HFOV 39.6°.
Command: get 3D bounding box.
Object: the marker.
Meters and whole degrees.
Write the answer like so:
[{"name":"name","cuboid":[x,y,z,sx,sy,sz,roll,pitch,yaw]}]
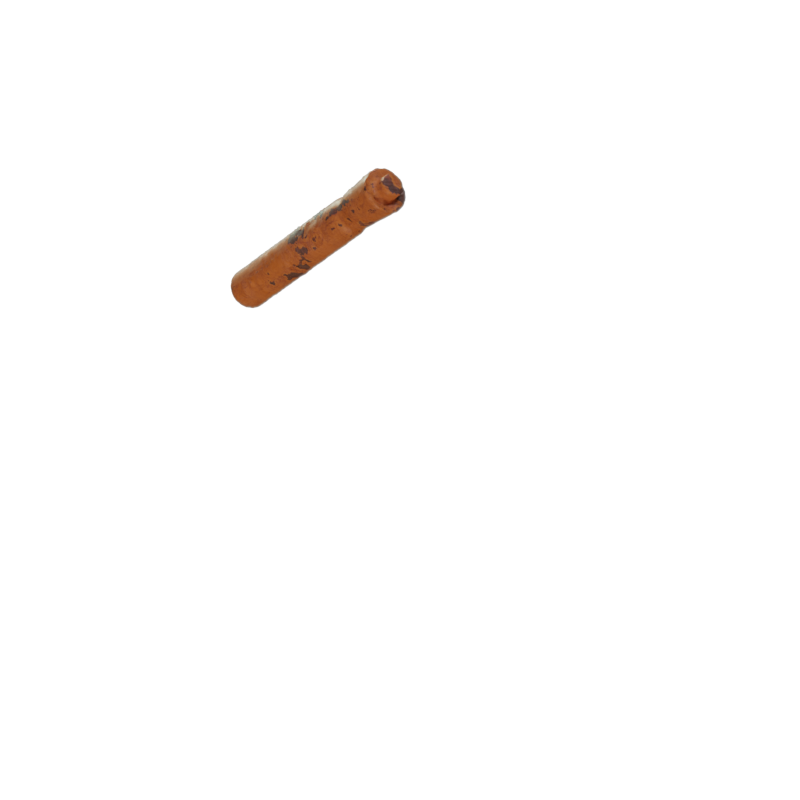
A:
[{"name":"marker","cuboid":[-0.036,-0.067,0.466,0.019,0.020,0.121,-2,-14,-36]}]
